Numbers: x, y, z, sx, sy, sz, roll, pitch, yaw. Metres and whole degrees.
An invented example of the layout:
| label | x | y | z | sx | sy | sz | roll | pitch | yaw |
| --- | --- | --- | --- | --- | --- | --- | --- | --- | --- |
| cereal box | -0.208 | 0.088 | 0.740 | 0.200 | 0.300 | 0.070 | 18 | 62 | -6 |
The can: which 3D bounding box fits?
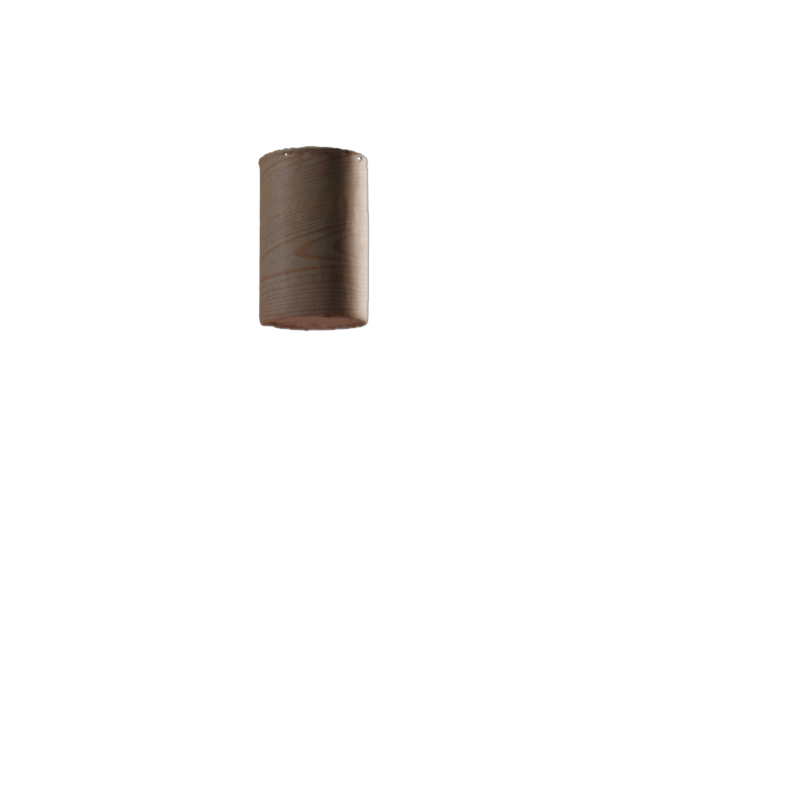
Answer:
| label | x | y | z | sx | sy | sz | roll | pitch | yaw |
| --- | --- | --- | --- | --- | --- | --- | --- | --- | --- |
| can | -0.053 | -0.096 | 0.675 | 0.068 | 0.105 | 0.067 | 0 | -8 | -2 |
